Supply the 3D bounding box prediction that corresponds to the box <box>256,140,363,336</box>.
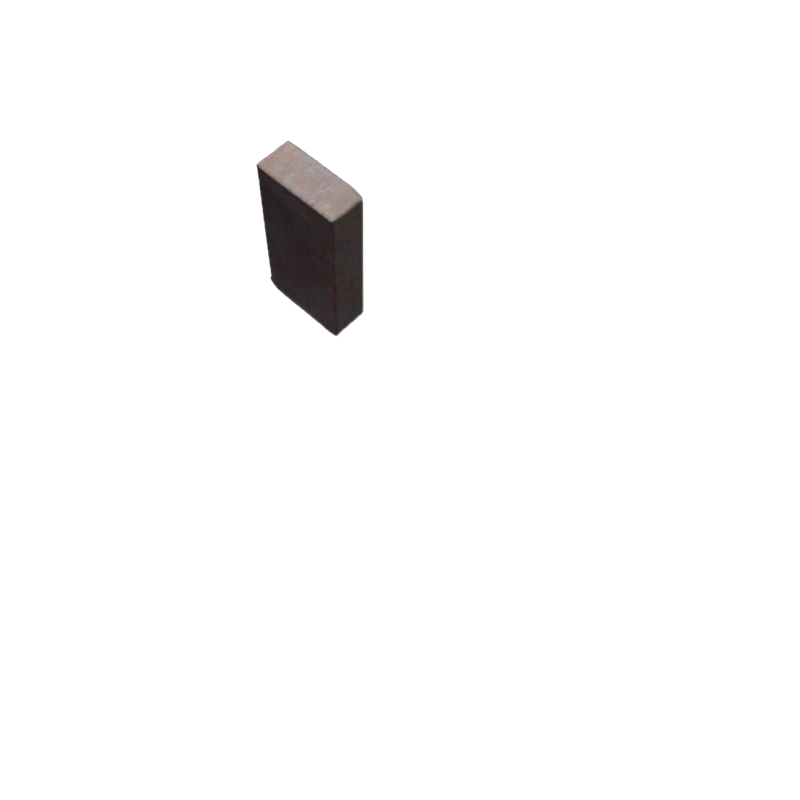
[{"bbox_3d":[-0.077,-0.141,0.988,0.048,0.099,0.165,-39,-23,-25],"label":"box"}]
